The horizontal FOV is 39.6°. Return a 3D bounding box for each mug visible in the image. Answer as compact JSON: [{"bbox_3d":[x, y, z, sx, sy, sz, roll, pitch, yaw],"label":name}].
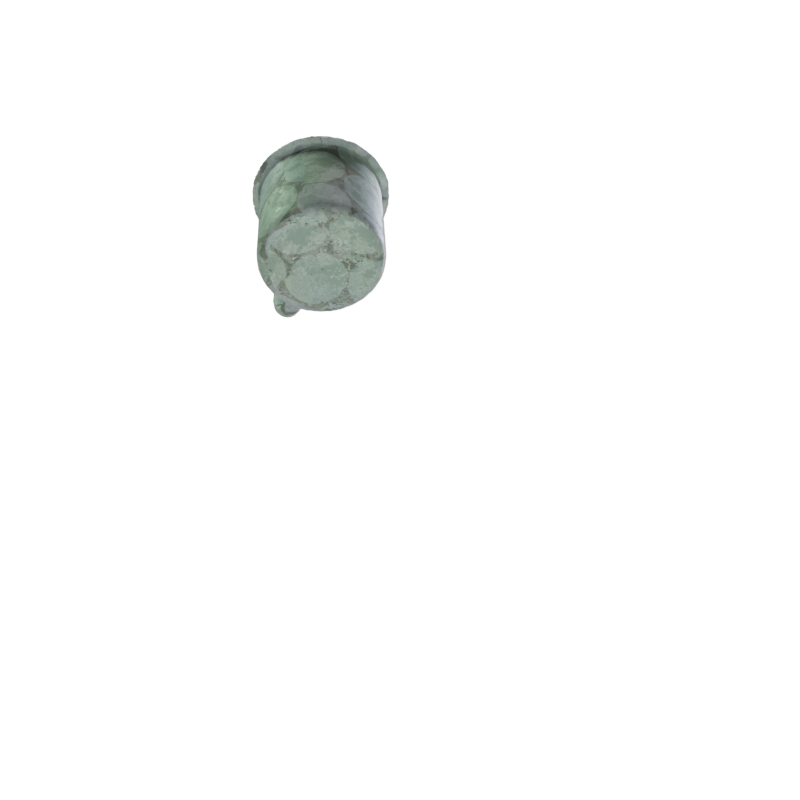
[{"bbox_3d":[-0.057,-0.104,0.728,0.090,0.113,0.087,21,34,-18],"label":"mug"}]
